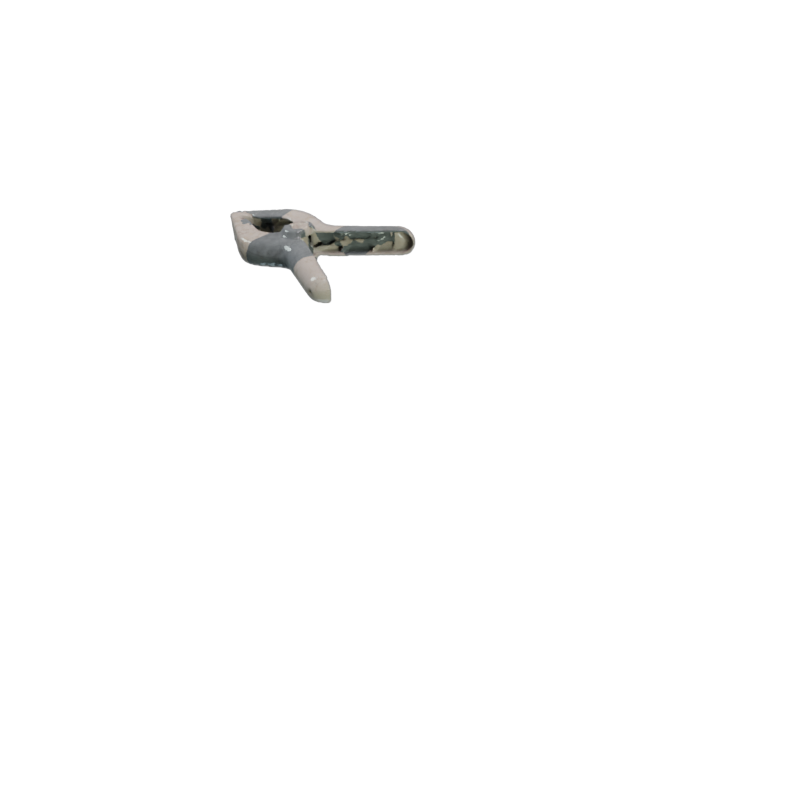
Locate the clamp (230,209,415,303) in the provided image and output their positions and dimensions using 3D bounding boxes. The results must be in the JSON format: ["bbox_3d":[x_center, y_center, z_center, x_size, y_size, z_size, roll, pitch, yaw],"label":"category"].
[{"bbox_3d":[-0.075,-0.137,0.959,0.119,0.037,0.183,-22,37,-34],"label":"clamp"}]
